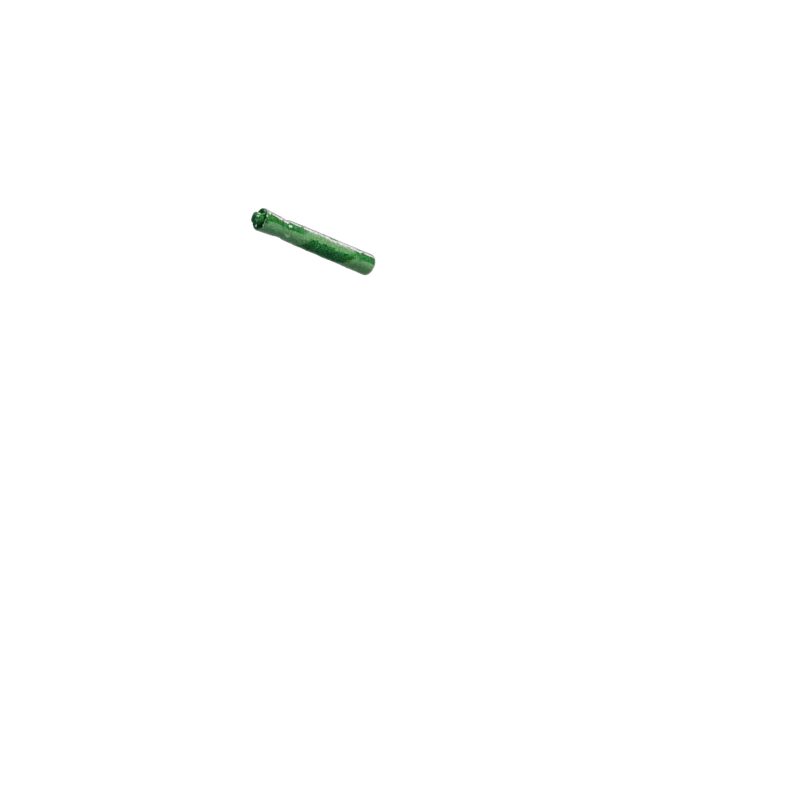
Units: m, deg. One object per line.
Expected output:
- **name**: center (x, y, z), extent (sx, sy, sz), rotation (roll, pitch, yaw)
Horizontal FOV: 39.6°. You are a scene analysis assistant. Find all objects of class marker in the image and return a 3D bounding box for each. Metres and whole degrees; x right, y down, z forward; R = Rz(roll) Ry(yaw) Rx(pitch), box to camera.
- **marker**: center (-0.070, -0.128, 0.896), extent (0.114, 0.020, 0.021), rotation (19, -8, -36)
